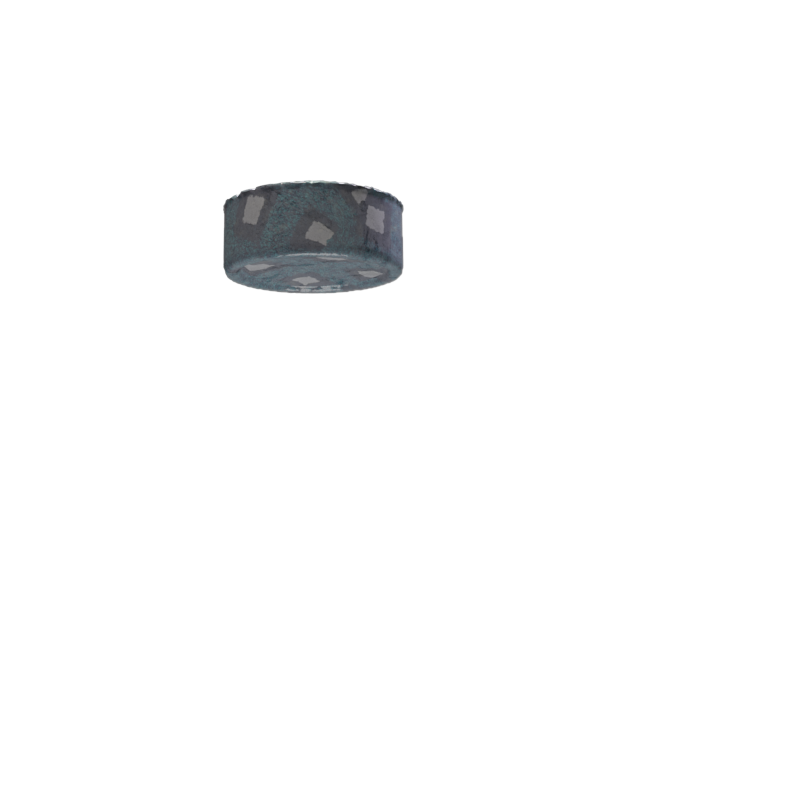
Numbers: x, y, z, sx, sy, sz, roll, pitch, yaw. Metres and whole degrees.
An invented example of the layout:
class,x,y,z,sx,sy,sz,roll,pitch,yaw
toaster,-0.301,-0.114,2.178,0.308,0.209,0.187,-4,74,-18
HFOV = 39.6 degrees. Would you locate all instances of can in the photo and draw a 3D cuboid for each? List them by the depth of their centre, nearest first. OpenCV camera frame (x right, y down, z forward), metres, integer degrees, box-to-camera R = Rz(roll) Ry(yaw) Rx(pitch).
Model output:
class,x,y,z,sx,sy,sz,roll,pitch,yaw
can,-0.041,-0.075,0.523,0.086,0.034,0.084,0,-8,-2
